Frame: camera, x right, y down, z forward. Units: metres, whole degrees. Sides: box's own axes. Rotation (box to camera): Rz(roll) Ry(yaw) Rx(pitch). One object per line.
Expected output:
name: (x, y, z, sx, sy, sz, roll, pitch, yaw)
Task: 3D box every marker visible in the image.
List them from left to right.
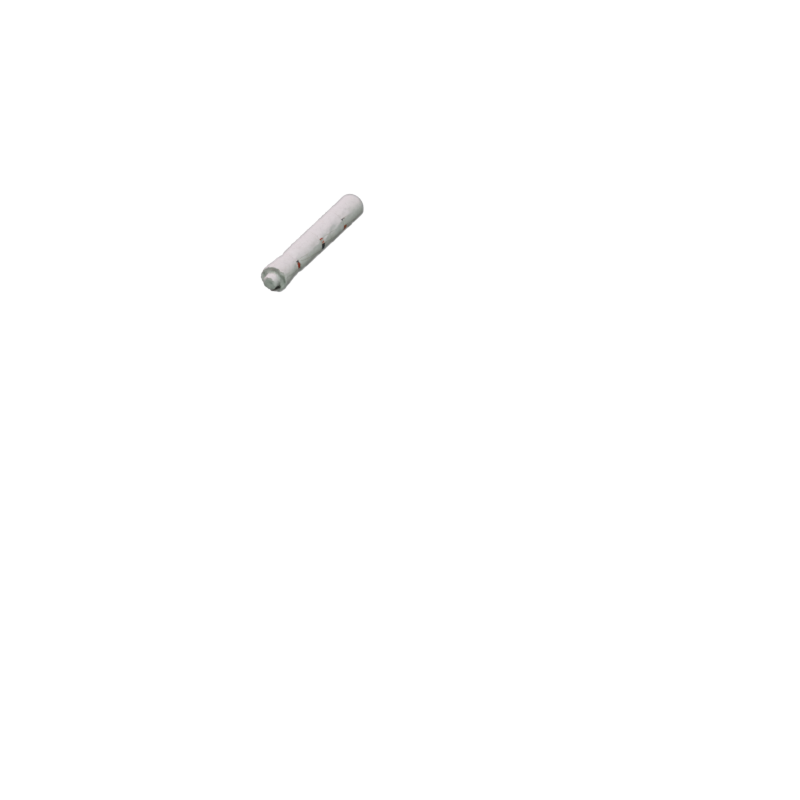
marker: (-0.058, -0.106, 0.745, 0.020, 0.019, 0.124, 1, 32, 27)
